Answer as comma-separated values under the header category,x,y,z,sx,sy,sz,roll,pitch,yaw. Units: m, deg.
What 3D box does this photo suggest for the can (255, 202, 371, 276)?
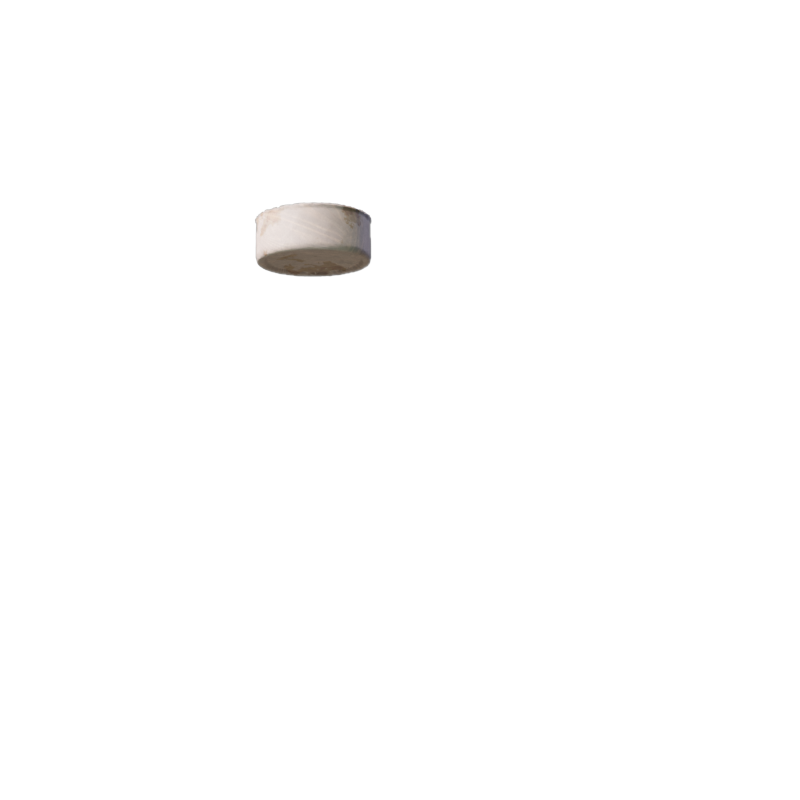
category,x,y,z,sx,sy,sz,roll,pitch,yaw
can,-0.064,-0.116,0.812,0.086,0.035,0.083,0,-9,-2
